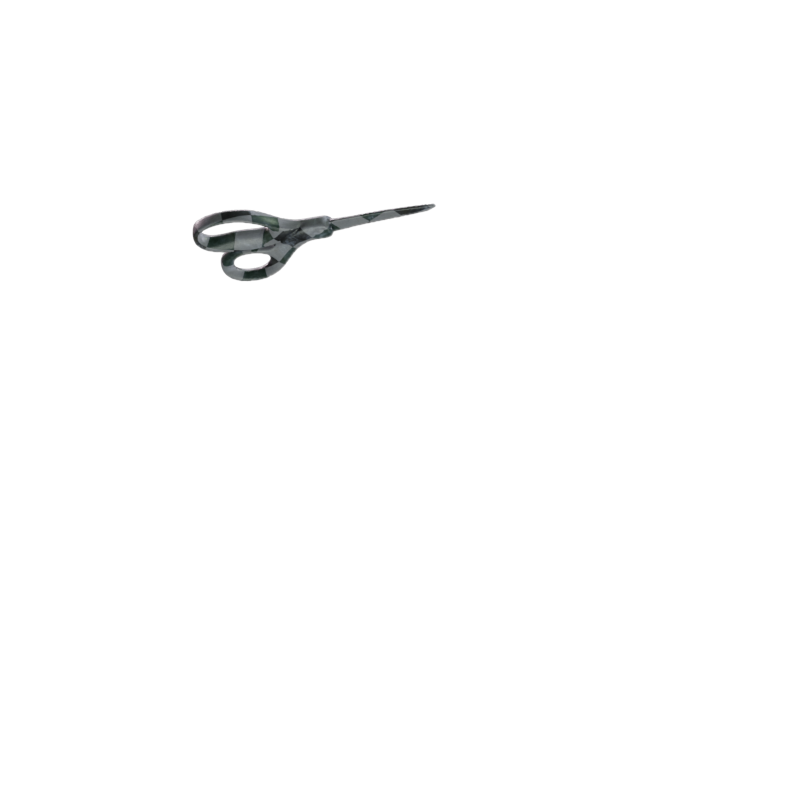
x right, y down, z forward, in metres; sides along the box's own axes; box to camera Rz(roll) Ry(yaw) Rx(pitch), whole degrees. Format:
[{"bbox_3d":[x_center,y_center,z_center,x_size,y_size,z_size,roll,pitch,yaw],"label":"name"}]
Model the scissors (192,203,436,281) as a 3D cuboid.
[{"bbox_3d":[-0.074,-0.134,0.939,0.202,0.017,0.090,0,-32,1],"label":"scissors"}]
